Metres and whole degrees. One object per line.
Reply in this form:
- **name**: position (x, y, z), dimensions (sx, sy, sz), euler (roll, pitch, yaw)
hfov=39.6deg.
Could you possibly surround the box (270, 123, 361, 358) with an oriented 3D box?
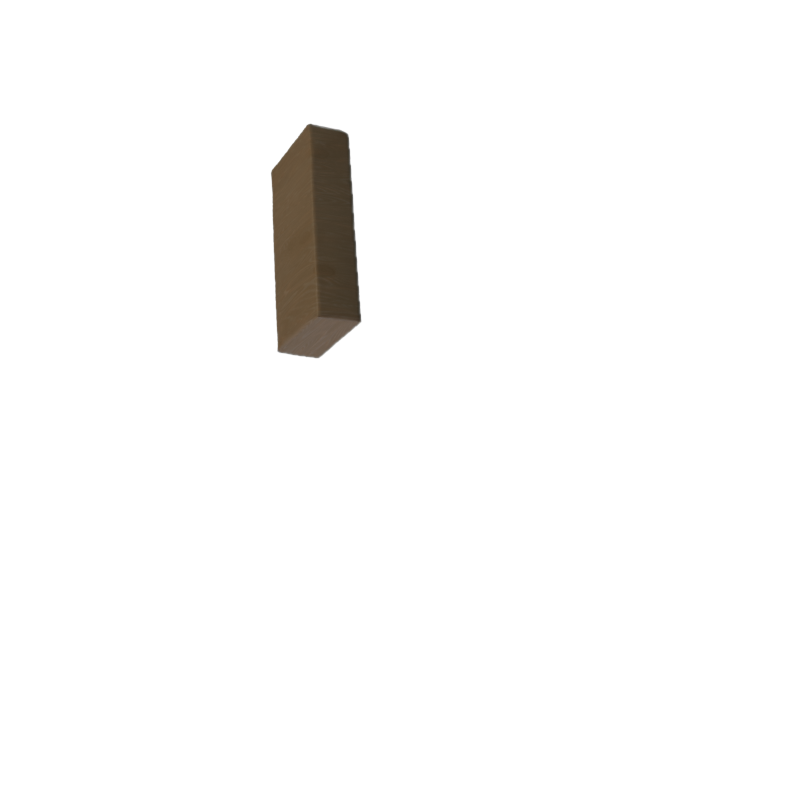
- **box**: position (-0.073, -0.134, 0.936), dimensions (0.046, 0.186, 0.092), euler (10, -26, -24)
